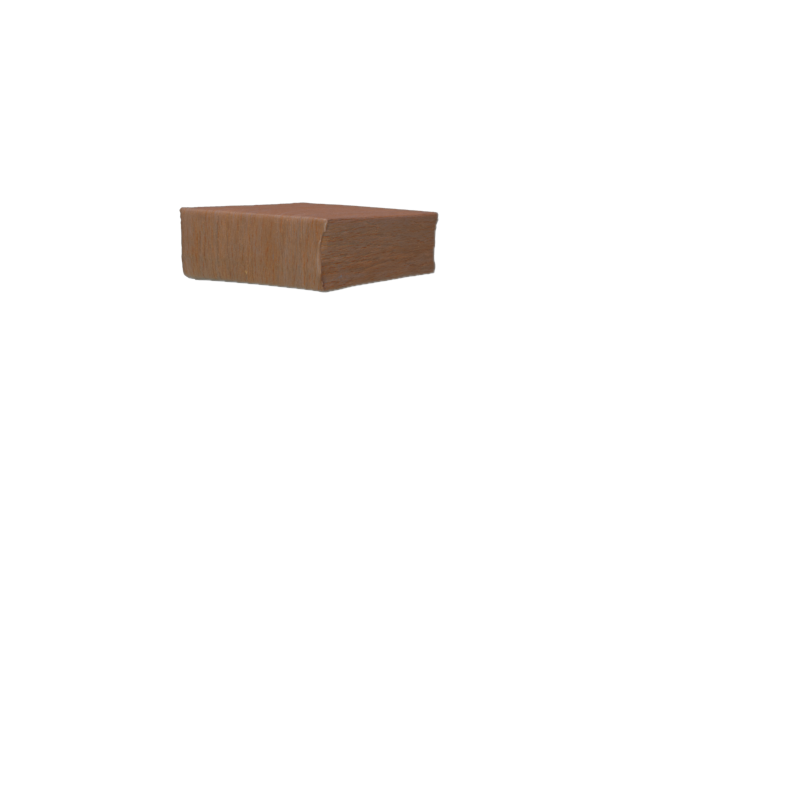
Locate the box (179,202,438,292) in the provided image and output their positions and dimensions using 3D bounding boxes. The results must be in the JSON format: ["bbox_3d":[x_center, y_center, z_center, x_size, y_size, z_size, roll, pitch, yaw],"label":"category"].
[{"bbox_3d":[-0.045,-0.082,0.575,0.094,0.038,0.111,8,15,31],"label":"box"}]
